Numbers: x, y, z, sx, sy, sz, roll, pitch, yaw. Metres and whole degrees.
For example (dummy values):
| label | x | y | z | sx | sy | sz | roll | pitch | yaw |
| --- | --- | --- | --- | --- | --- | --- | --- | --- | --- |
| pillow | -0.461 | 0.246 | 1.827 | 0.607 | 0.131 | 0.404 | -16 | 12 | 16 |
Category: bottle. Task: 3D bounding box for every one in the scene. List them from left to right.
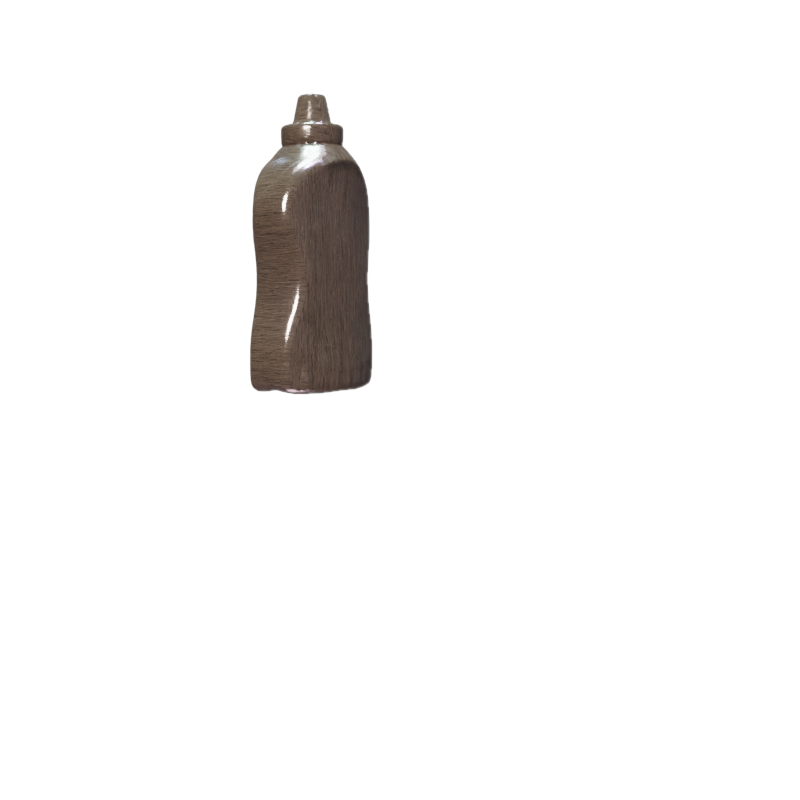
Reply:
| label | x | y | z | sx | sy | sz | roll | pitch | yaw |
| --- | --- | --- | --- | --- | --- | --- | --- | --- | --- |
| bottle | -0.057 | -0.103 | 0.723 | 0.060 | 0.193 | 0.092 | -1 | -1 | 36 |
